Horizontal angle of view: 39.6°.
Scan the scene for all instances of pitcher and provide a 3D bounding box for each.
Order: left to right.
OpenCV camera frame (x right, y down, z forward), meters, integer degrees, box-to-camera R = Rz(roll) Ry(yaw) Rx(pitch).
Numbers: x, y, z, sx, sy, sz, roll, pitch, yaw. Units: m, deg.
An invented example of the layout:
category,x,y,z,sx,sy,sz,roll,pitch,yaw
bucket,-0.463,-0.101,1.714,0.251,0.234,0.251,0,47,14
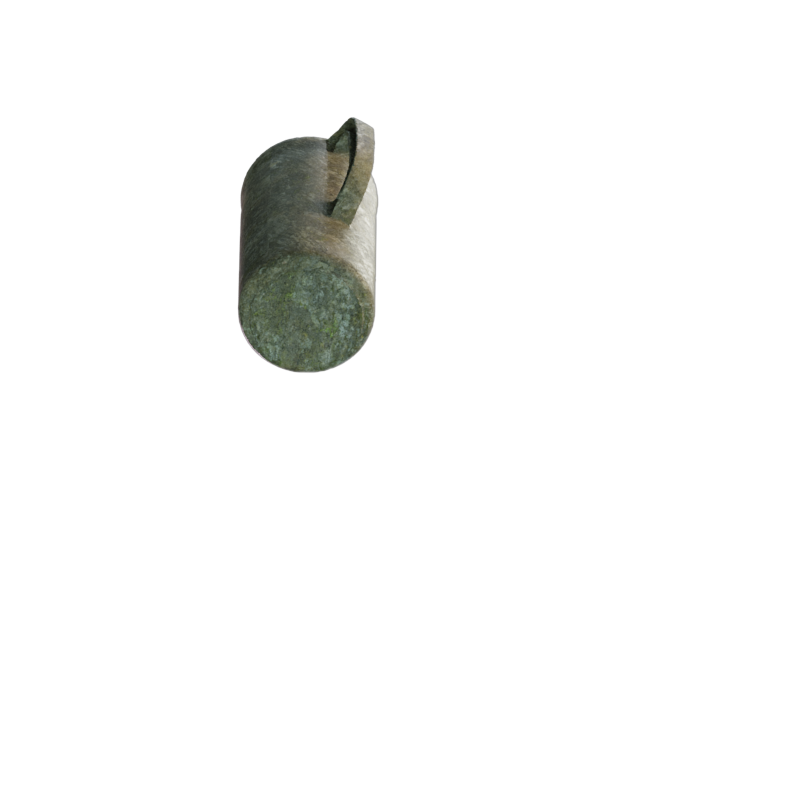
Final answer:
category,x,y,z,sx,sy,sz,roll,pitch,yaw
pitcher,-0.075,-0.137,0.962,0.145,0.140,0.258,-13,30,4
